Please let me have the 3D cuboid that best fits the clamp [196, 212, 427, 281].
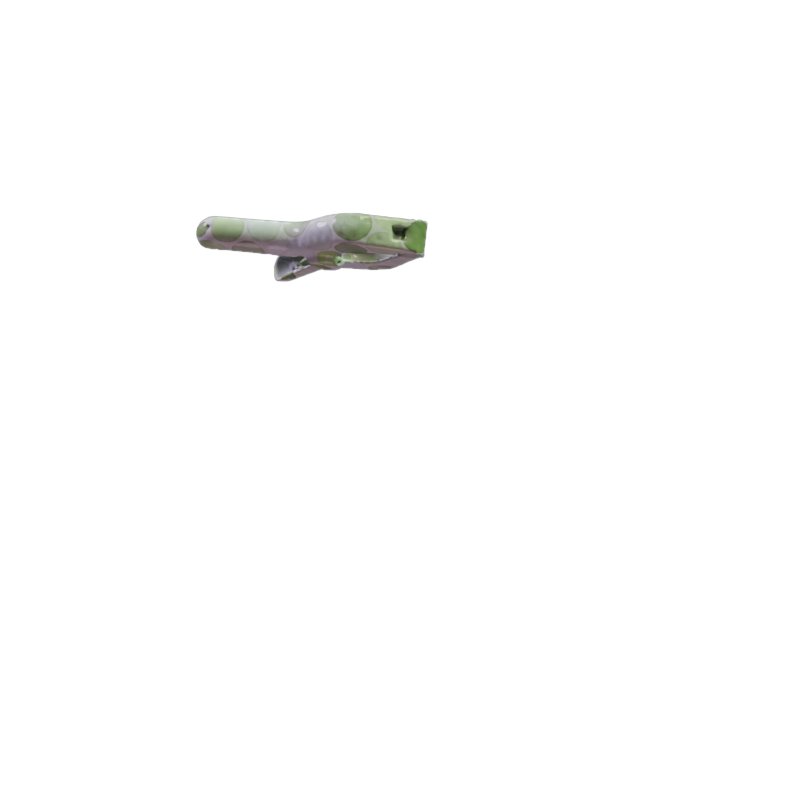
[{"bbox_3d":[-0.065,-0.119,0.833,0.176,0.040,0.114,-4,-7,38],"label":"clamp"}]
